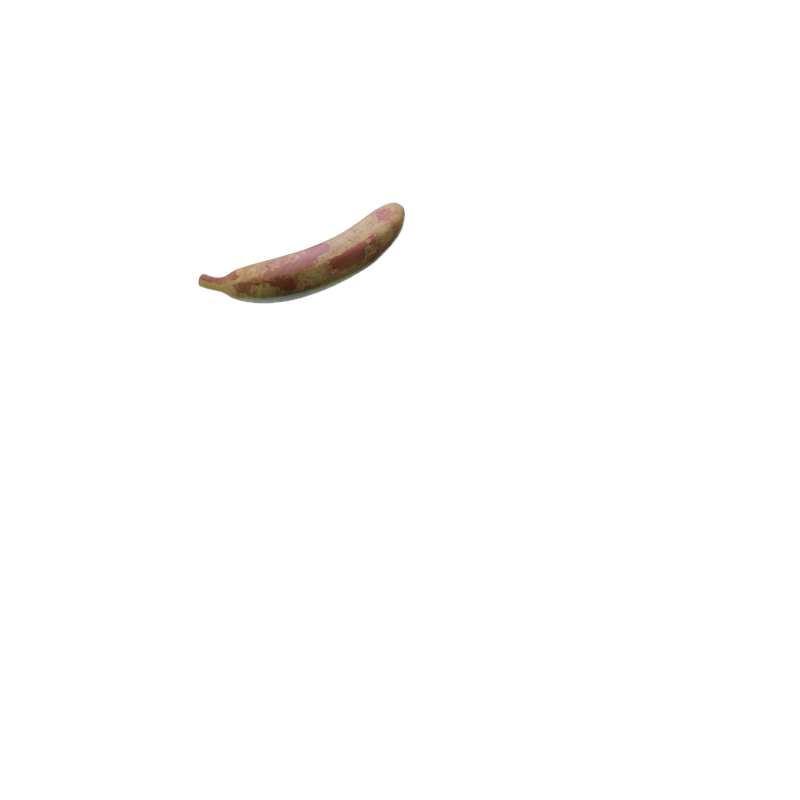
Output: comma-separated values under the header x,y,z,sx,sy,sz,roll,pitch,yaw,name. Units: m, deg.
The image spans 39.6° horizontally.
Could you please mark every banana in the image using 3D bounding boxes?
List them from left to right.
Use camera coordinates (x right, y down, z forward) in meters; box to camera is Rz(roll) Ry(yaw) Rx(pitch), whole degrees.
x,y,z,sx,sy,sz,roll,pitch,yaw,name
-0.067,-0.121,0.928,0.196,0.034,0.075,-22,47,-22,banana
